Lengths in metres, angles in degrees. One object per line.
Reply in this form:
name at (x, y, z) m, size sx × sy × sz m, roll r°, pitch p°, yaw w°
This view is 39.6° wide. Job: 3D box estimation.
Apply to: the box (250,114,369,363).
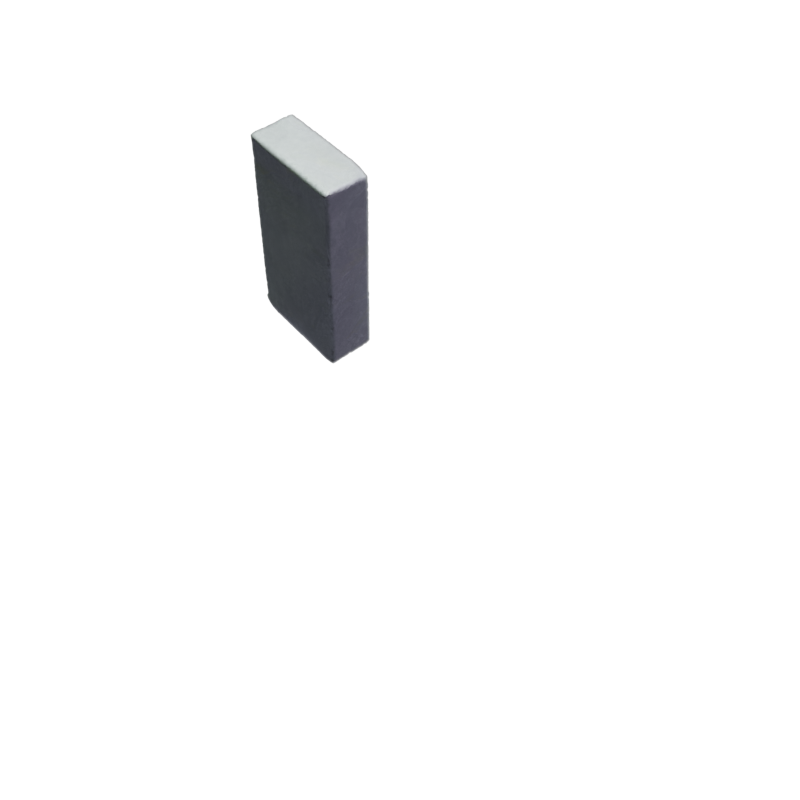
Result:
box at (-0.066, -0.120, 0.843) m, size 0.048 × 0.164 × 0.100 m, roll -28°, pitch 54°, yaw -27°
